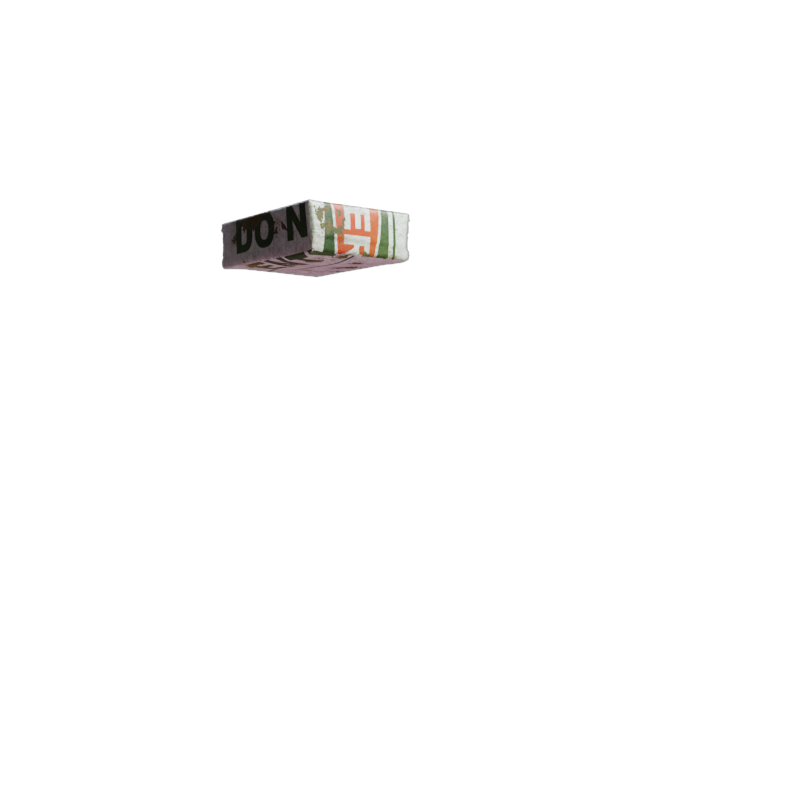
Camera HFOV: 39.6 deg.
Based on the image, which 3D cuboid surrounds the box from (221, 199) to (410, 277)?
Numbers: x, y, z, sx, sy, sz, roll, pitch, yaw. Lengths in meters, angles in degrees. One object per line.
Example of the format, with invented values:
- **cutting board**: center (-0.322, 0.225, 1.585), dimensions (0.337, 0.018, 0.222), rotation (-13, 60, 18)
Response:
- **box**: center (-0.062, -0.114, 0.797), dimensions (0.086, 0.039, 0.117), rotation (0, 0, -39)
